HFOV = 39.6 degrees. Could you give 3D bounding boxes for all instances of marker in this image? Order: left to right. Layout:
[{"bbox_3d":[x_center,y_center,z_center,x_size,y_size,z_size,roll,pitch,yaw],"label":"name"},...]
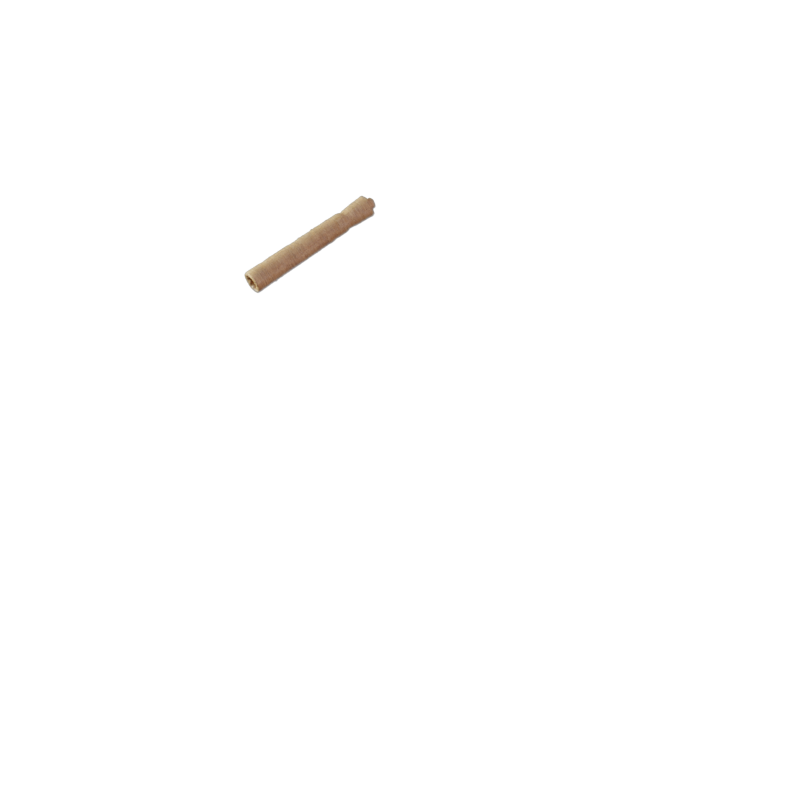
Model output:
[{"bbox_3d":[-0.068,-0.123,0.864,0.122,0.019,0.020,-37,18,-20],"label":"marker"}]
